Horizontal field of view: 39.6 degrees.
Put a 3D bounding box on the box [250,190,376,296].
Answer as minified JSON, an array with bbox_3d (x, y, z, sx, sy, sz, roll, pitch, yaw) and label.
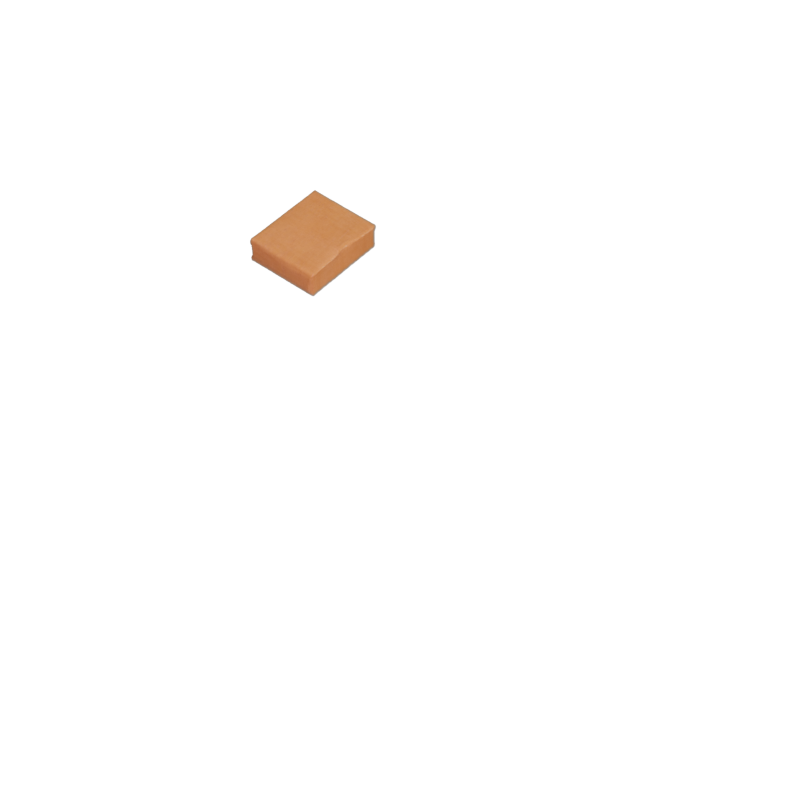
[{"bbox_3d":[-0.077,-0.140,0.981,0.077,0.028,0.090,31,54,26],"label":"box"}]
